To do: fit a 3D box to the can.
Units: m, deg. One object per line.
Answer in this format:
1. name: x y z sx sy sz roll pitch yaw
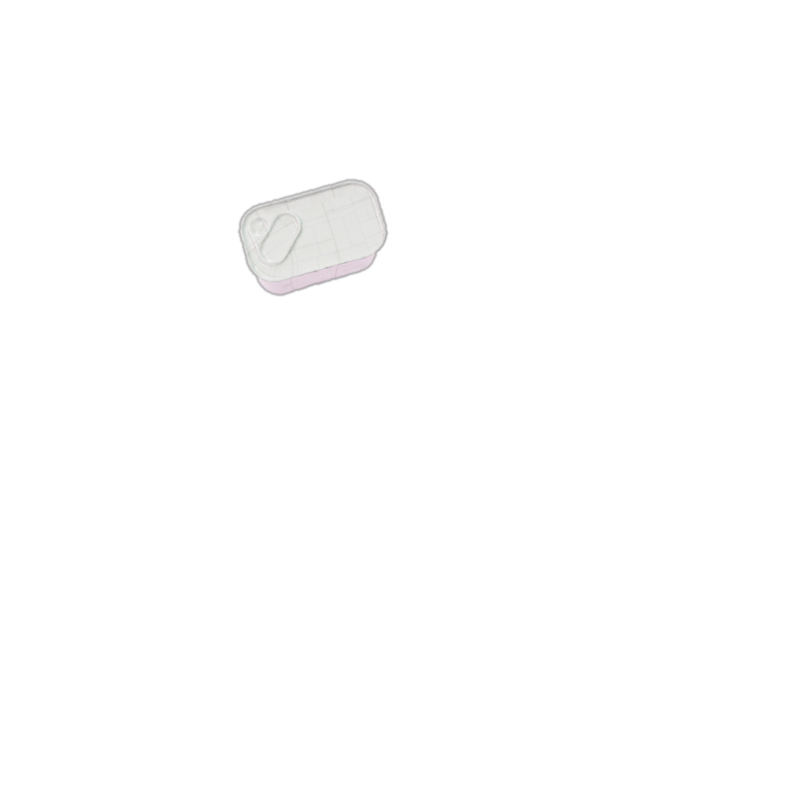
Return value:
1. can: -0.065 -0.118 0.826 0.102 0.059 0.082 -16 -5 -4
